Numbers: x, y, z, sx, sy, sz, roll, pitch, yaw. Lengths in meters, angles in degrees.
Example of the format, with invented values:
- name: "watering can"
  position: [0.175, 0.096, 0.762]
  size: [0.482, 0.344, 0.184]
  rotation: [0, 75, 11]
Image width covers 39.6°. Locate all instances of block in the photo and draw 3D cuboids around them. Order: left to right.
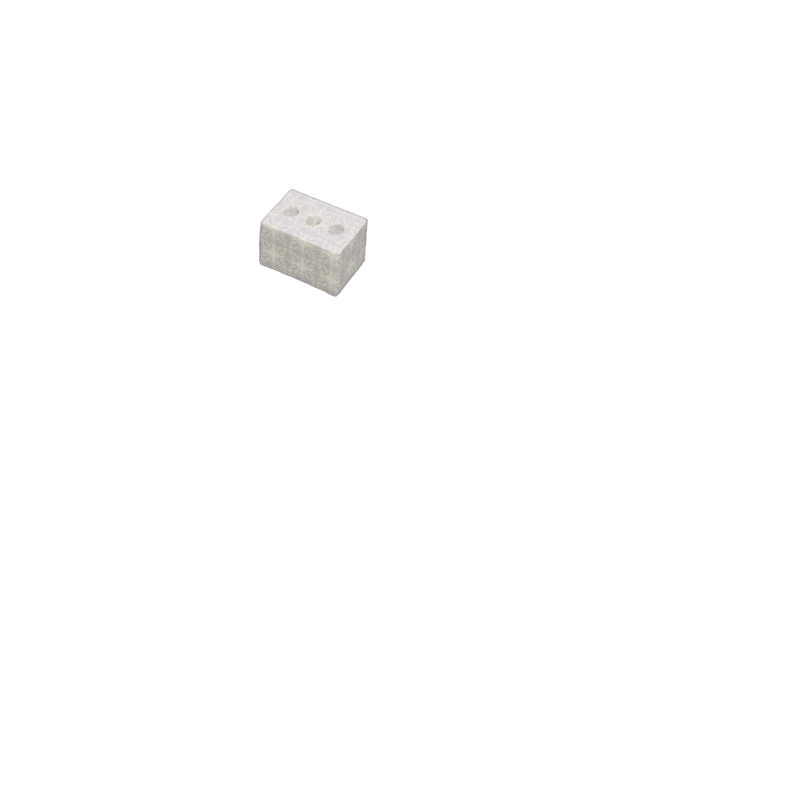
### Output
- name: "block"
  position: [-0.073, -0.133, 0.935]
  size: [0.081, 0.048, 0.054]
  rotation: [23, 51, 19]
